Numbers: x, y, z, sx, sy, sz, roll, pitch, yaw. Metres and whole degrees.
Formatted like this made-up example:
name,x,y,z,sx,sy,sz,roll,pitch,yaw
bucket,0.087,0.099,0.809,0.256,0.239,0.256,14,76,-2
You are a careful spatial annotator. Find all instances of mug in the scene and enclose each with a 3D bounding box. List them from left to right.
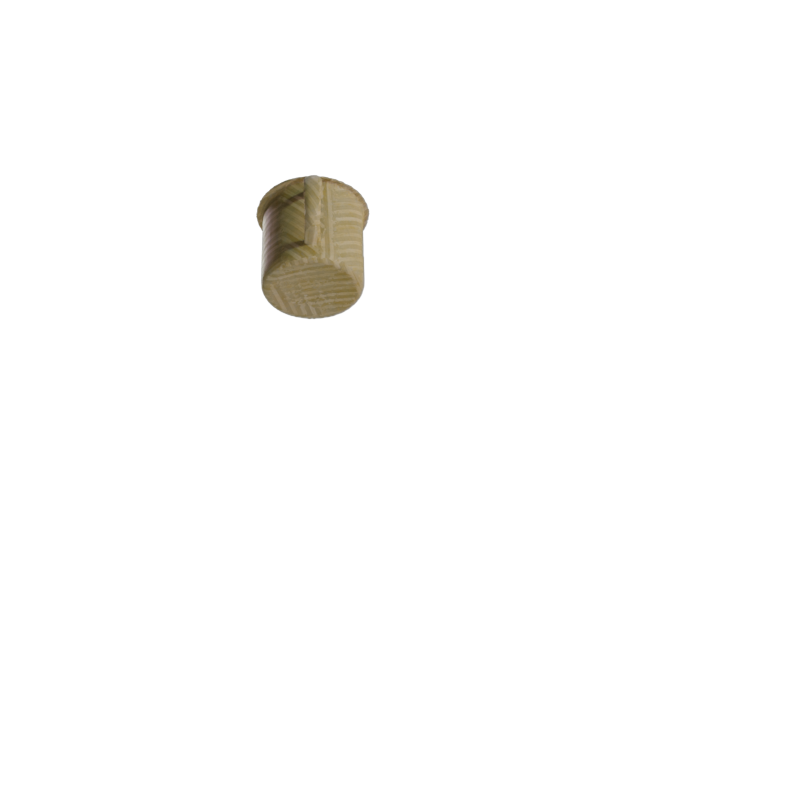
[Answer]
name,x,y,z,sx,sy,sz,roll,pitch,yaw
mug,-0.069,-0.126,0.882,0.093,0.087,0.110,2,-37,-5
